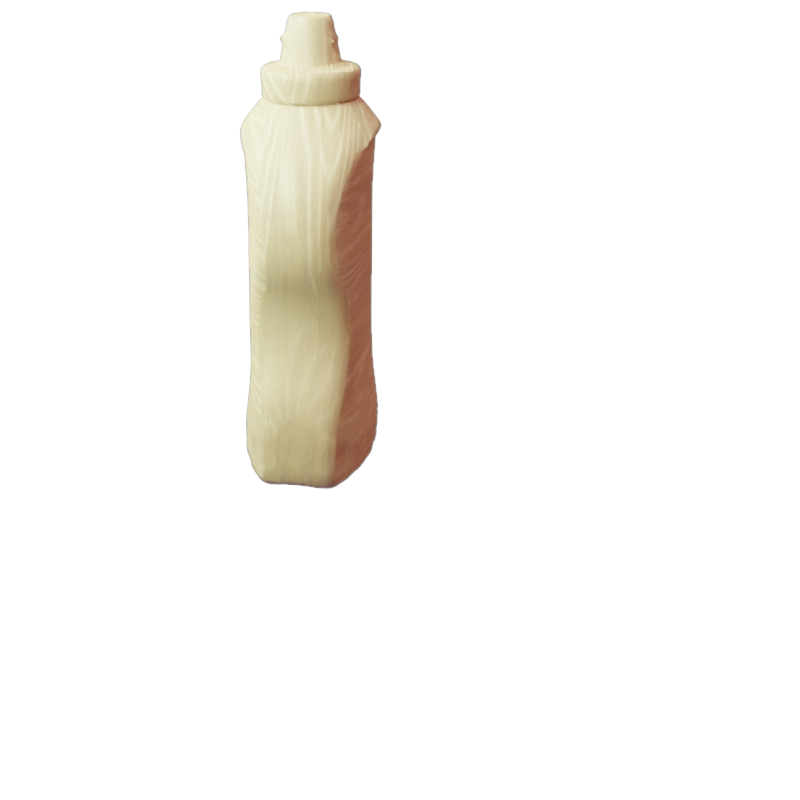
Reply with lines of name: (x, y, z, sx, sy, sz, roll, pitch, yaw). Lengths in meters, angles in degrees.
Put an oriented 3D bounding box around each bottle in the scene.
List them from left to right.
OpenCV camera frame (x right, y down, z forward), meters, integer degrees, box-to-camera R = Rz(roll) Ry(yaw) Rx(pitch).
bottle: (-0.037, -0.068, 0.473, 0.059, 0.183, 0.099, 4, 21, 6)
